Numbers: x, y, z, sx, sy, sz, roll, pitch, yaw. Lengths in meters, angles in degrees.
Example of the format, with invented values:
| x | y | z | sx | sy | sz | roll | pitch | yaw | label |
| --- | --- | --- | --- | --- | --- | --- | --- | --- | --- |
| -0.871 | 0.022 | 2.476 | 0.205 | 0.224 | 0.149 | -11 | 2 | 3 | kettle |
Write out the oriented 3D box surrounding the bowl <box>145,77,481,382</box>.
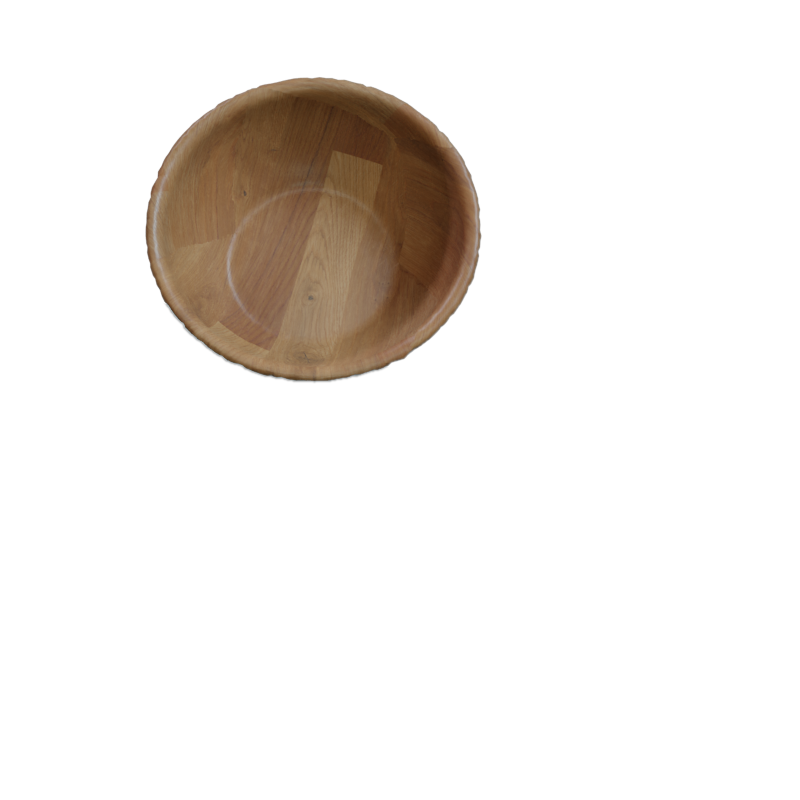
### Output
| x | y | z | sx | sy | sz | roll | pitch | yaw | label |
| --- | --- | --- | --- | --- | --- | --- | --- | --- | --- |
| -0.043 | -0.079 | 0.554 | 0.162 | 0.171 | 0.052 | -1 | -23 | -1 | bowl |
